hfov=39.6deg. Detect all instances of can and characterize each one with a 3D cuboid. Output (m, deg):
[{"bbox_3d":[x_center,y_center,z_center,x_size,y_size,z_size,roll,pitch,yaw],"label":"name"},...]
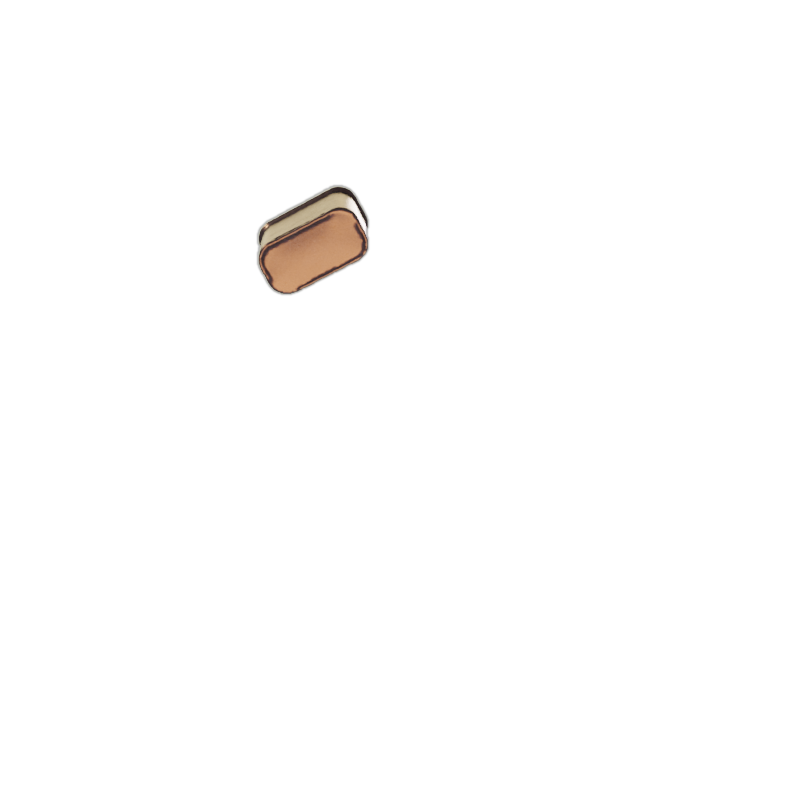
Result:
[{"bbox_3d":[-0.078,-0.142,0.996,0.102,0.055,0.087,-27,18,6],"label":"can"}]
